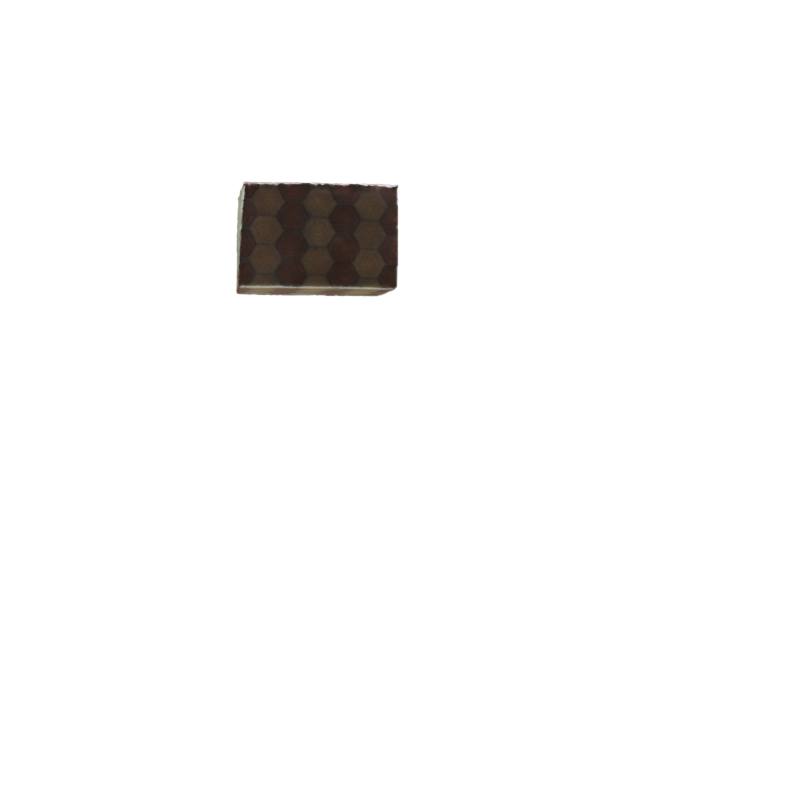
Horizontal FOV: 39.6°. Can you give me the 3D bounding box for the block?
[{"bbox_3d":[-0.043,-0.079,0.554,0.077,0.052,0.053,0,-3,-8],"label":"block"}]
